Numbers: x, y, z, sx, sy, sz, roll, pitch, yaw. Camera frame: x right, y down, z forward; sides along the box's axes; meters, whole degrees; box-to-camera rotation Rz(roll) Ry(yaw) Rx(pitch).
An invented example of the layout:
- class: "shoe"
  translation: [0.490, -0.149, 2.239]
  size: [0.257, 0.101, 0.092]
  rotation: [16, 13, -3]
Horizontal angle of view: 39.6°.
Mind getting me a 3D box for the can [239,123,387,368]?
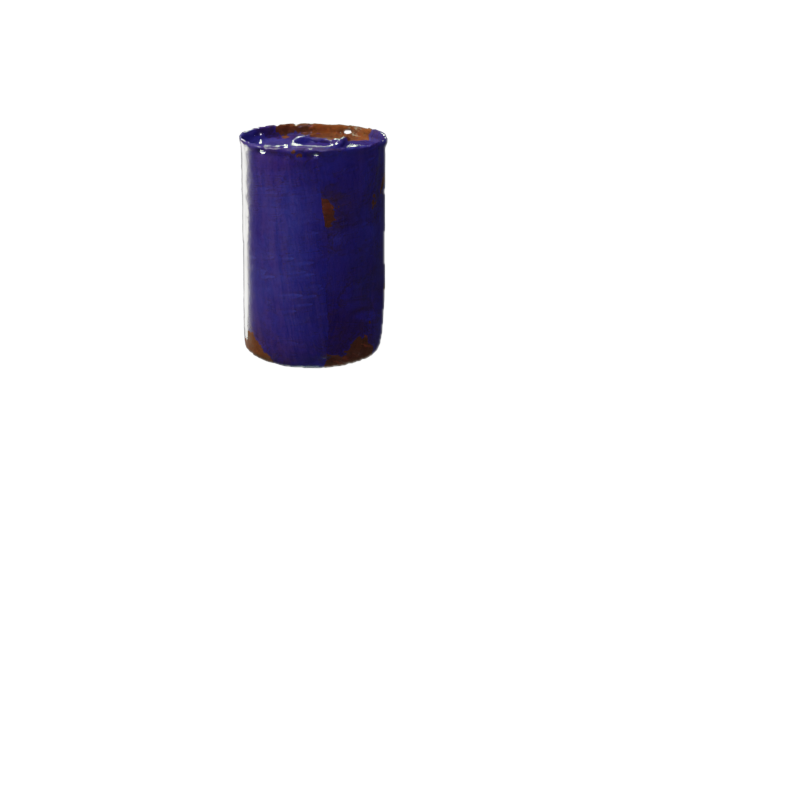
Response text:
- class: "can"
  translation: [-0.041, -0.074, 0.521]
  size: [0.068, 0.098, 0.071]
  rotation: [0, 19, -2]
